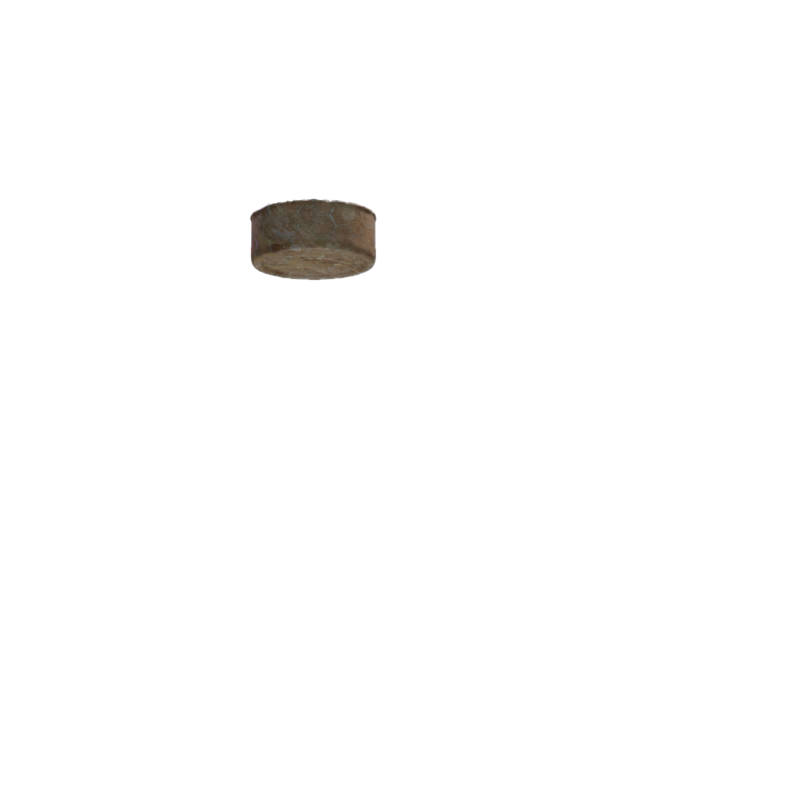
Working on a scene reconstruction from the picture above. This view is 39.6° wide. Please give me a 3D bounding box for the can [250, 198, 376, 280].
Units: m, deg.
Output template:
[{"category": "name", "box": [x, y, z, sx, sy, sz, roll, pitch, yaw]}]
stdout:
[{"category": "can", "box": [-0.059, -0.107, 0.748, 0.086, 0.035, 0.083, 0, -10, -2]}]
